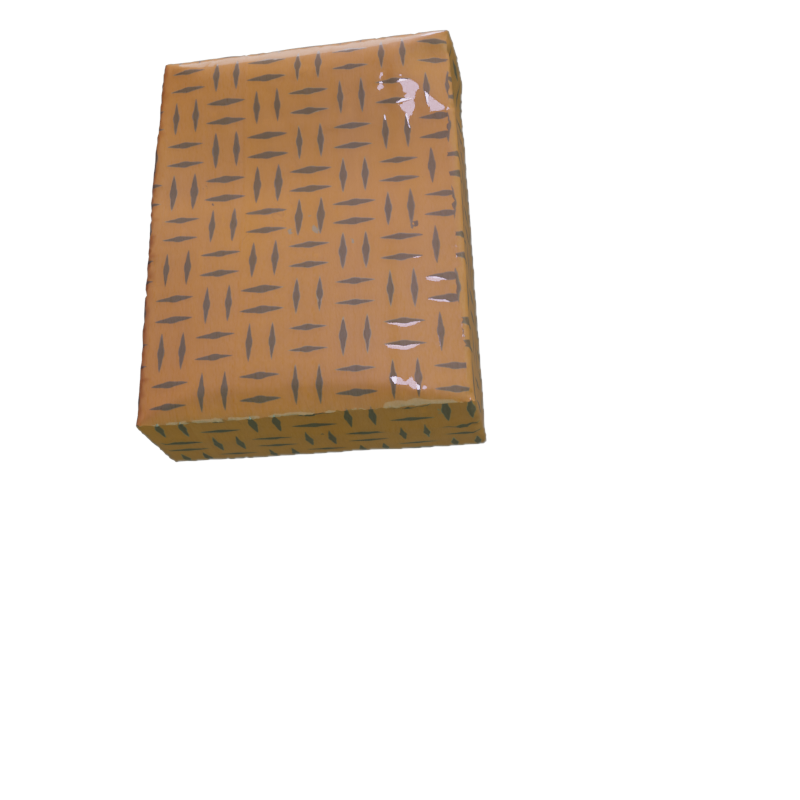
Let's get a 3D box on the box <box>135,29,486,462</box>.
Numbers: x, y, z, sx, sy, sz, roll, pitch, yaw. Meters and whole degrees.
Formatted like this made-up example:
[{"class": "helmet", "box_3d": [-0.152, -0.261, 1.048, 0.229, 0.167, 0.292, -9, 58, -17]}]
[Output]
[{"class": "box", "box_3d": [-0.046, -0.083, 0.582, 0.166, 0.226, 0.067, -5, -25, 9]}]
